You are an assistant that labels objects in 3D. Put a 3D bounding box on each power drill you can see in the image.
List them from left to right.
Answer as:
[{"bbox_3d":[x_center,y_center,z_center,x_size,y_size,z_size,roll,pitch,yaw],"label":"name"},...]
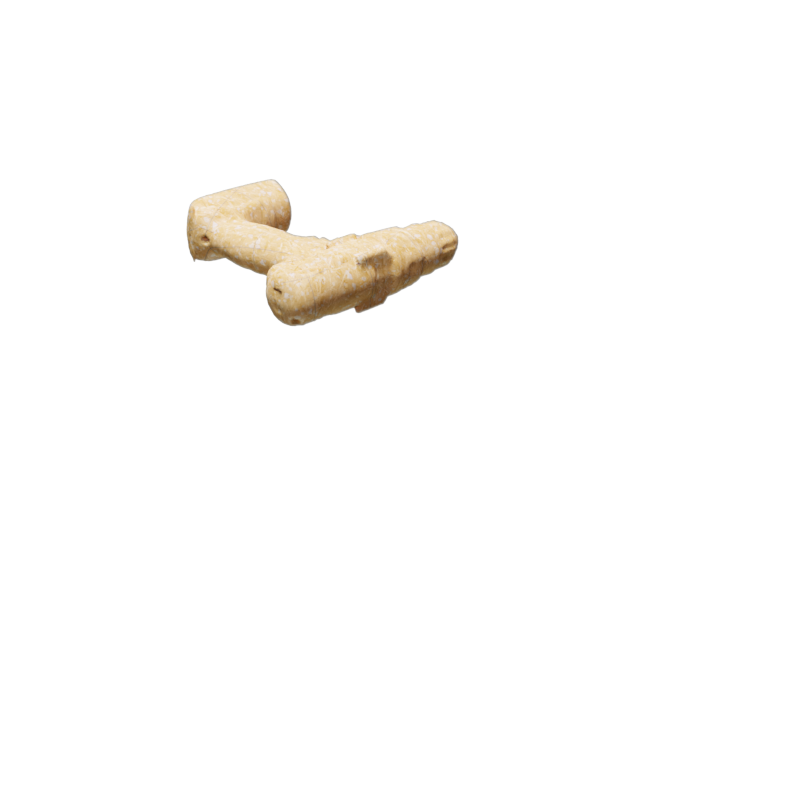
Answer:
[{"bbox_3d":[-0.071,-0.130,0.911,0.182,0.054,0.200,-22,34,-37],"label":"power drill"}]
